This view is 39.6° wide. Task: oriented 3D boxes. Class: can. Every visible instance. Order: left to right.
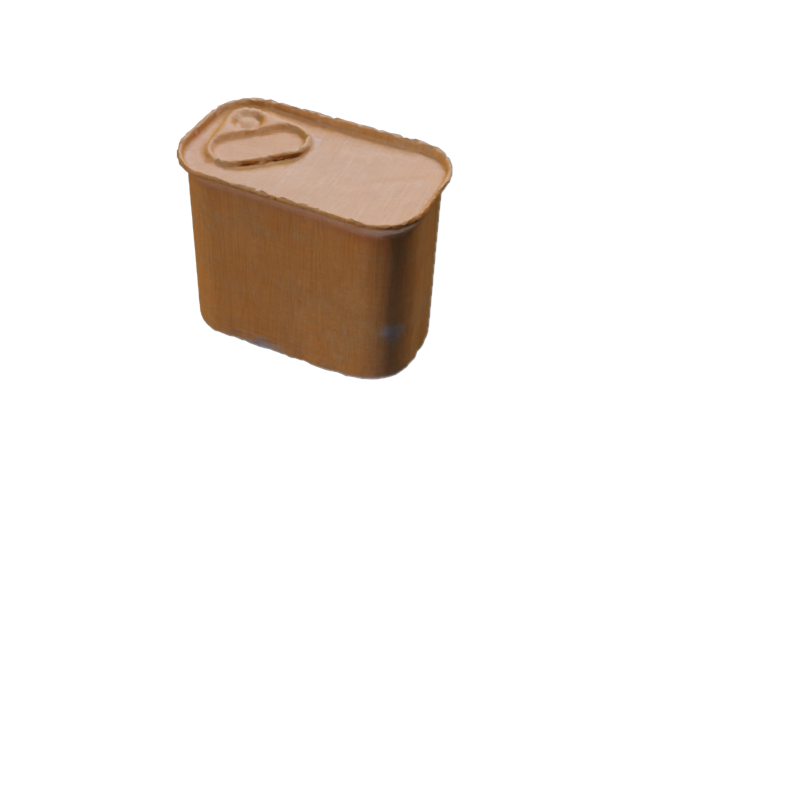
[{"bbox_3d":[-0.035,-0.063,0.441,0.106,0.078,0.059,20,46,18],"label":"can"}]
